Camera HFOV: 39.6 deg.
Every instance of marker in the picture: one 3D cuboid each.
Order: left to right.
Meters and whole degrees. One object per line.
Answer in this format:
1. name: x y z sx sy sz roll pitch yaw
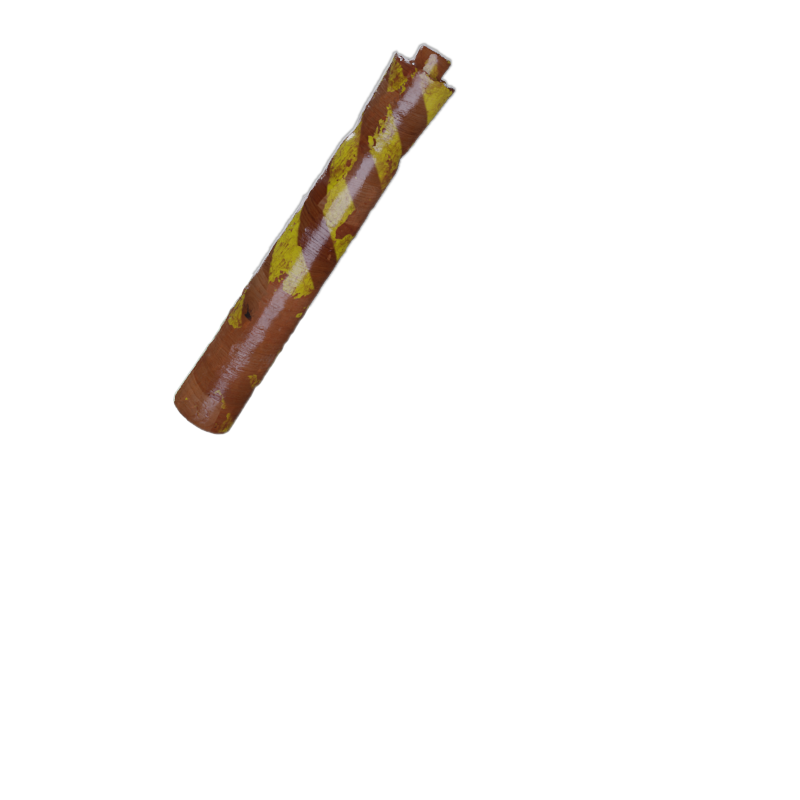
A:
1. marker: -0.024 -0.043 0.302 0.019 0.119 0.021 32 14 -13
